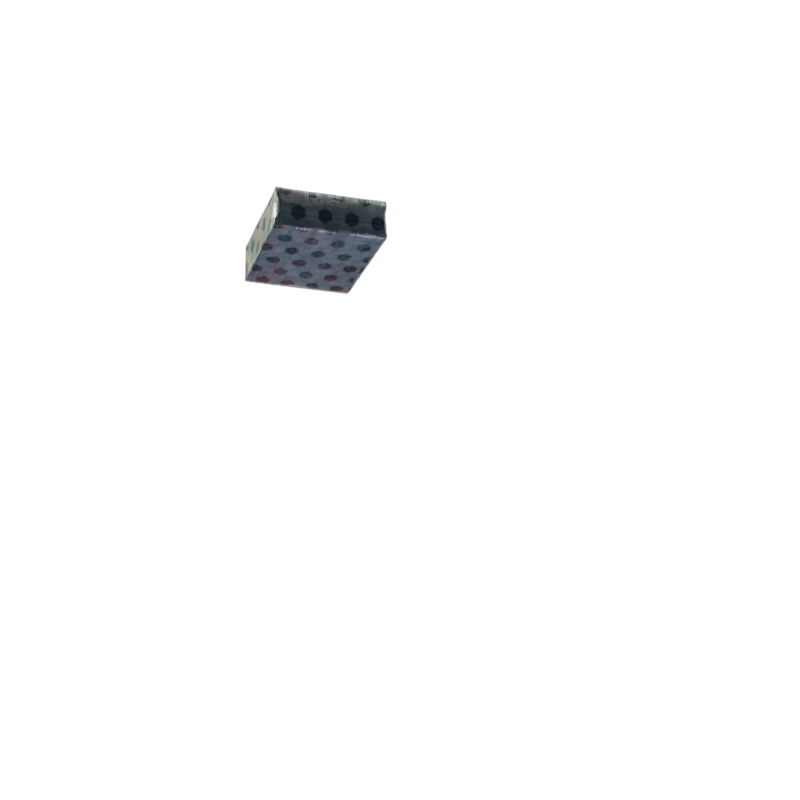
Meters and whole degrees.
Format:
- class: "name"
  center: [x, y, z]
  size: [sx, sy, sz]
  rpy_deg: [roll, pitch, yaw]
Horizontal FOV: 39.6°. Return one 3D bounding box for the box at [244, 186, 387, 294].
- class: "box"
  center: [-0.056, -0.102, 0.715]
  size: [0.071, 0.032, 0.087]
  rpy_deg: [6, -22, -16]
